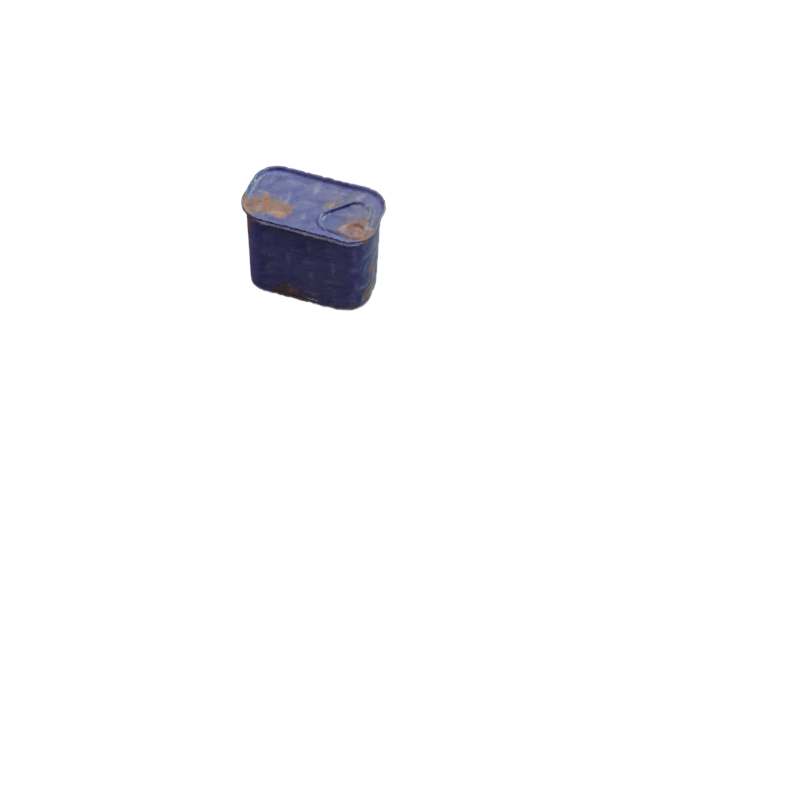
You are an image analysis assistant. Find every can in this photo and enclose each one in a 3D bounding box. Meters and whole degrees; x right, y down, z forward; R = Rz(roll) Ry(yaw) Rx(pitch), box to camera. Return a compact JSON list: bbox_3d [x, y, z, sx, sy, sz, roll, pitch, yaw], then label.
[{"bbox_3d":[-0.065,-0.118,0.828,0.104,0.060,0.078,16,-38,11],"label":"can"}]
